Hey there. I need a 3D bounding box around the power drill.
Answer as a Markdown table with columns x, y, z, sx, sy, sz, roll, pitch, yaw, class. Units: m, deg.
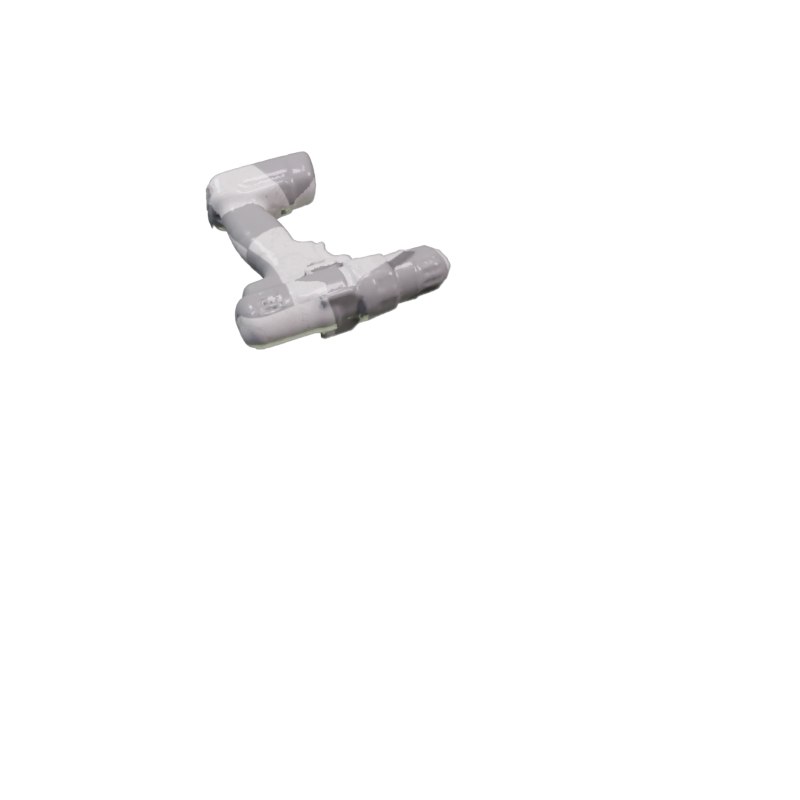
| x | y | z | sx | sy | sz | roll | pitch | yaw | class |
| --- | --- | --- | --- | --- | --- | --- | --- | --- | --- |
| -0.074 | -0.135 | 0.945 | 0.182 | 0.053 | 0.203 | -18 | 48 | -17 | power drill |
